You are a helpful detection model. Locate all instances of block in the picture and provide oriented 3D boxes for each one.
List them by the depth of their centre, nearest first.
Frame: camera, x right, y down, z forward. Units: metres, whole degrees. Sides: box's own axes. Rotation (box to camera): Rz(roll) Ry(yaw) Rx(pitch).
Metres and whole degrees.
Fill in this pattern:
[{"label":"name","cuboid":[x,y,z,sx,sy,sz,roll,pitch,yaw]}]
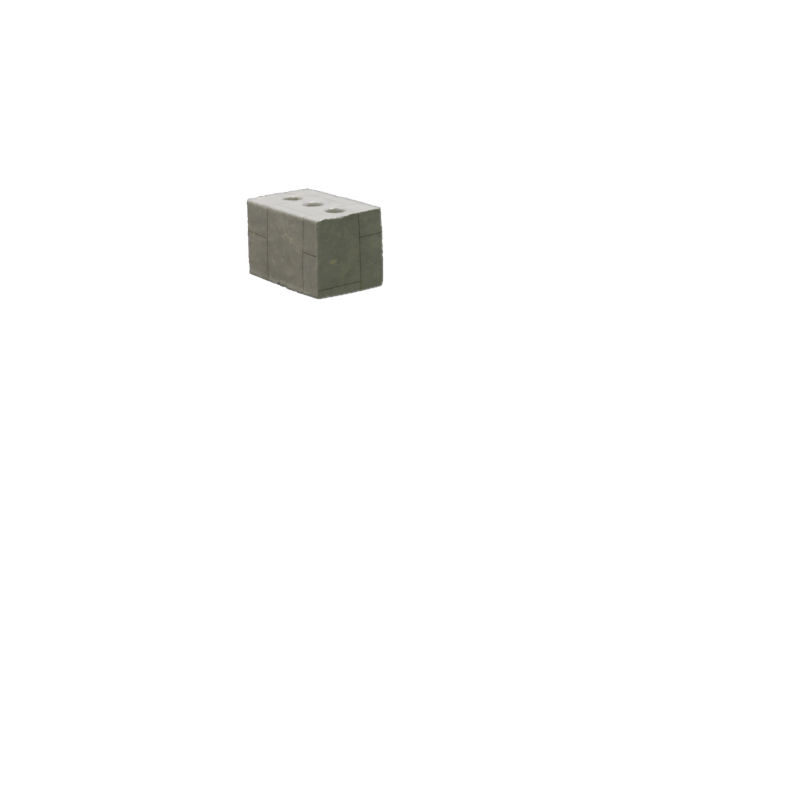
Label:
[{"label":"block","cuboid":[-0.055,-0.101,0.706,0.052,0.049,0.083,-15,25,-38]}]
